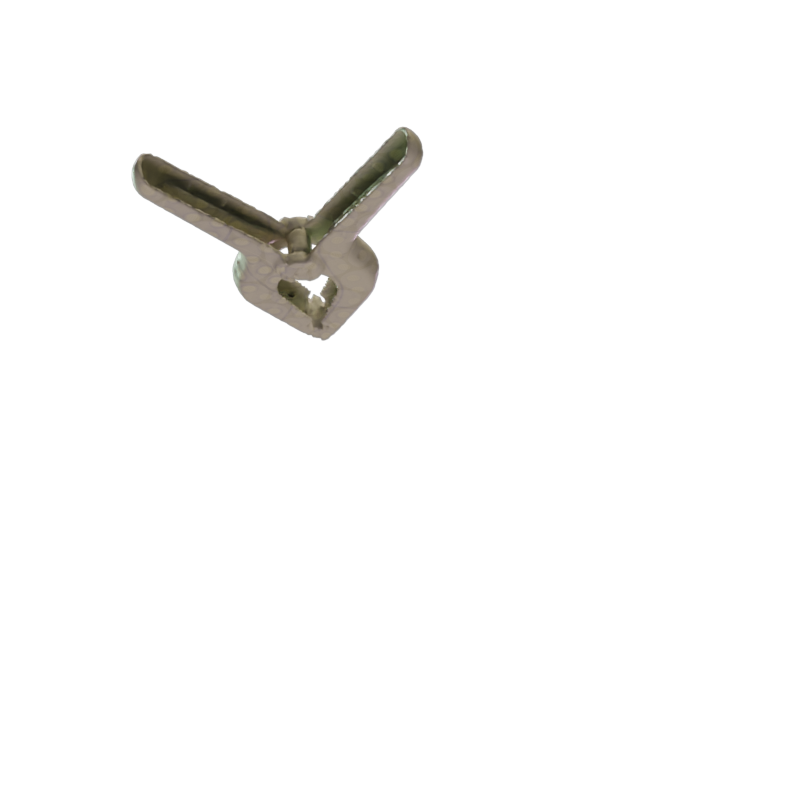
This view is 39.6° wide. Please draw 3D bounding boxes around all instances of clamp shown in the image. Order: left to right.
[{"bbox_3d":[-0.054,-0.099,0.691,0.166,0.039,0.195,-6,-27,11],"label":"clamp"}]
